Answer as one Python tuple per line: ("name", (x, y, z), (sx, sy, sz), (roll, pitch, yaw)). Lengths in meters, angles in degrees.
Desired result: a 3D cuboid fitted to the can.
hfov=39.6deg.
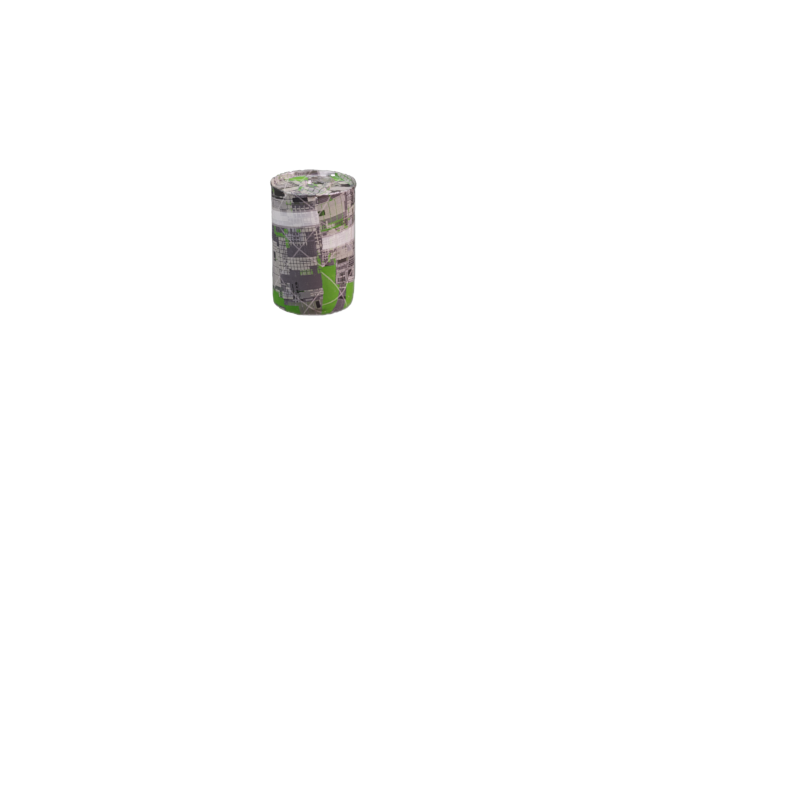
("can", (-0.070, -0.127, 0.888), (0.068, 0.097, 0.072), (0, 23, -2))
